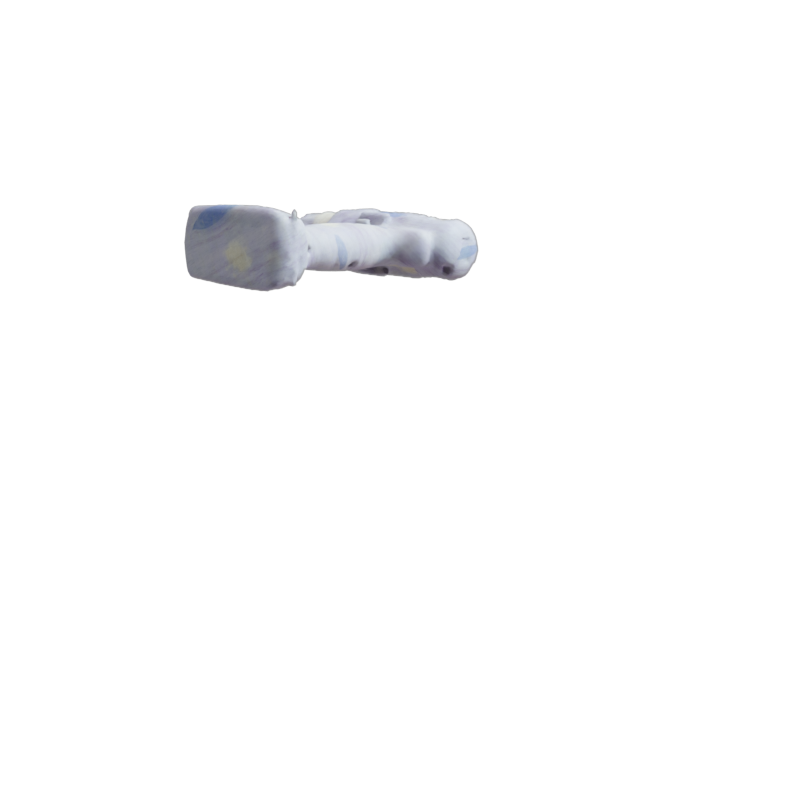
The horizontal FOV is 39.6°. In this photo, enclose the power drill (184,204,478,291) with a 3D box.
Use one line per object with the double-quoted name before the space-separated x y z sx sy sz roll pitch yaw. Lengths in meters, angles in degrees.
"power drill" -0.065 -0.118 0.827 0.182 0.056 0.193 -10 14 -44
